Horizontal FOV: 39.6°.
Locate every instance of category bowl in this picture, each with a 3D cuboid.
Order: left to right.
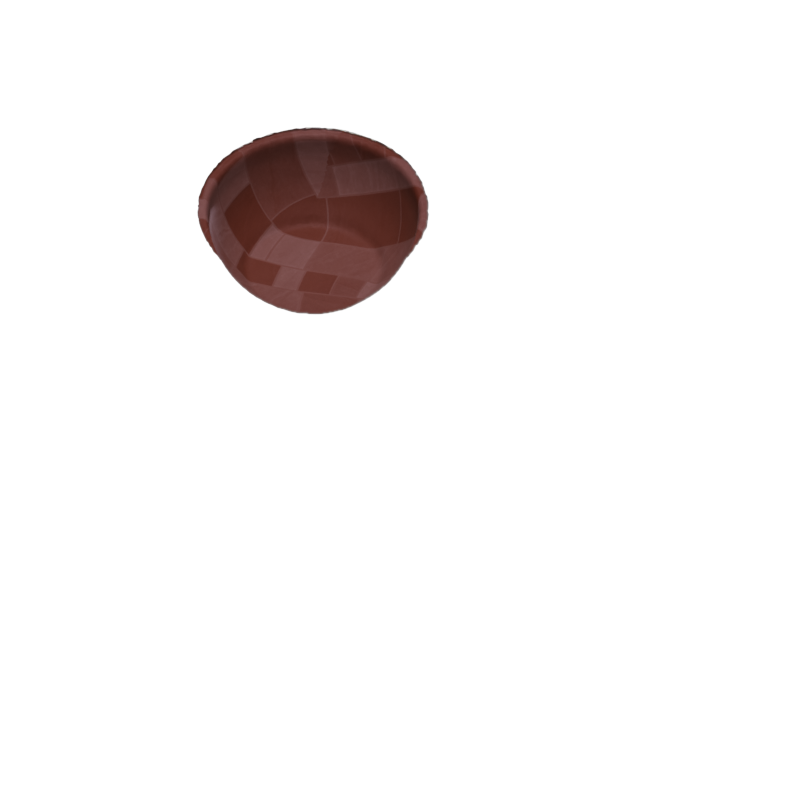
[{"bbox_3d":[-0.059,-0.108,0.758,0.162,0.059,0.151,1,-38,-1],"label":"bowl"}]
